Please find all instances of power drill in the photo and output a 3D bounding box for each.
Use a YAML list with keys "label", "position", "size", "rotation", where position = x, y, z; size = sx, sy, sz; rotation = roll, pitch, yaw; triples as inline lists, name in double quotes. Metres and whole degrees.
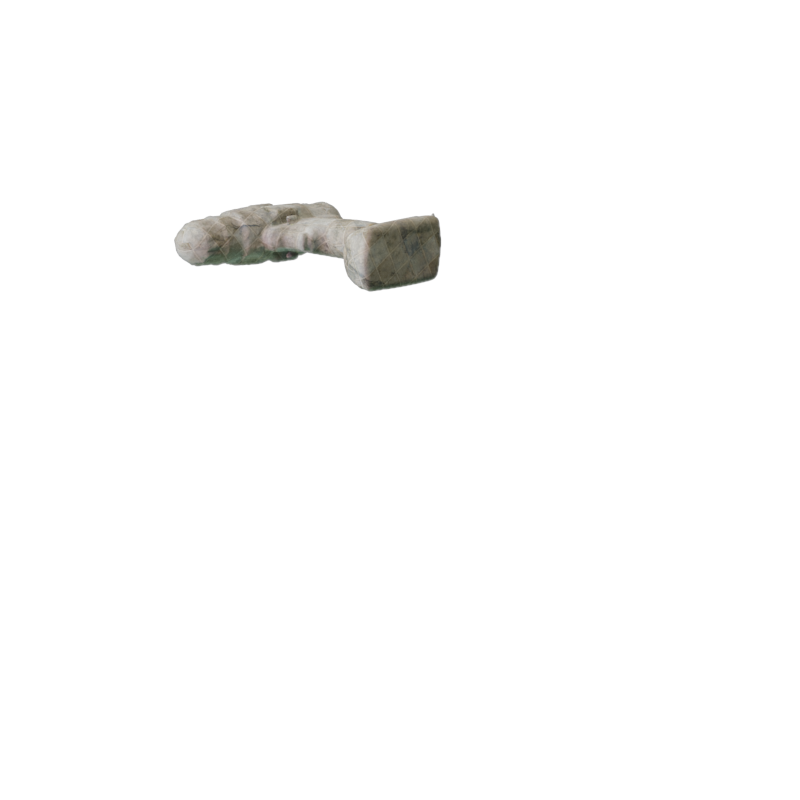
- label: "power drill"
  position: [-0.075, -0.136, 0.954]
  size: [0.198, 0.055, 0.181]
  rotation: [17, 24, 40]
